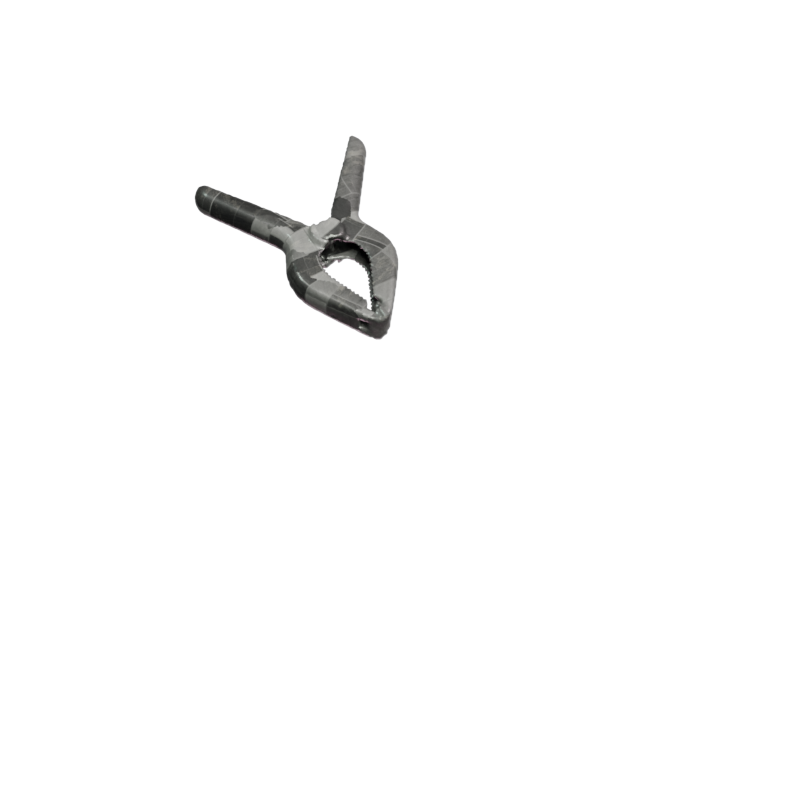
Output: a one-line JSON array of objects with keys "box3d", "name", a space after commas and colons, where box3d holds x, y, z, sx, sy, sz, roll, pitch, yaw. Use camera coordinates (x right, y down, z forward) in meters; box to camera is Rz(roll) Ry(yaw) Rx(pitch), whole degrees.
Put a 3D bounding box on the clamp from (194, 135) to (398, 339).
[{"box3d": [-0.074, -0.134, 0.941, 0.163, 0.227, 0.034, -17, -35, -13], "name": "clamp"}]
